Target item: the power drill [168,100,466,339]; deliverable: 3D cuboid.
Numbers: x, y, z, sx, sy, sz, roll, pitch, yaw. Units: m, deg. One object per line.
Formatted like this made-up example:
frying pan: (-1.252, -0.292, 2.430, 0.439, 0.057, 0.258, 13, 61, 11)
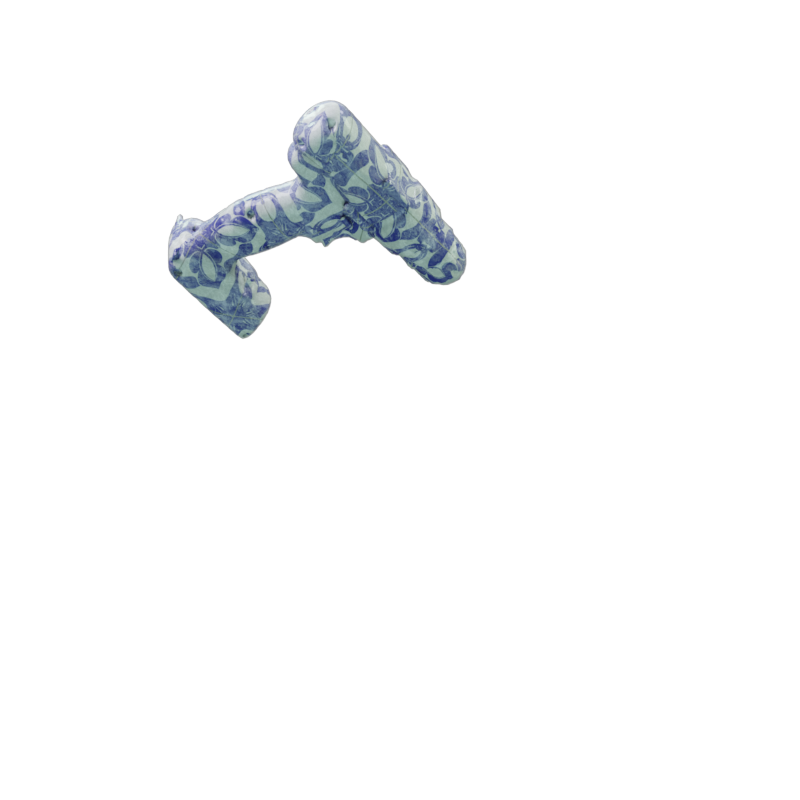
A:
power drill: (-0.065, -0.119, 0.834, 0.187, 0.062, 0.172, -28, -54, 22)
